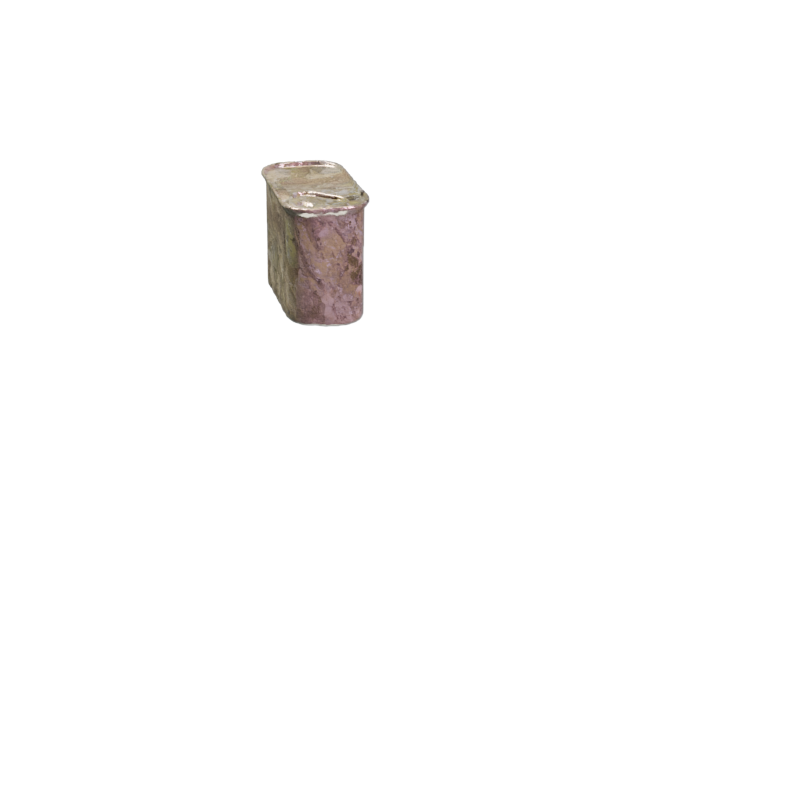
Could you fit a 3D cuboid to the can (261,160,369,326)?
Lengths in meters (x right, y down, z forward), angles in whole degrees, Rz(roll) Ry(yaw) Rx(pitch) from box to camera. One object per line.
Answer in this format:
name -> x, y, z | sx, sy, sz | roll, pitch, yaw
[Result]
can -> -0.058, -0.106, 0.745 | 0.057, 0.080, 0.109 | -6, 26, -15
